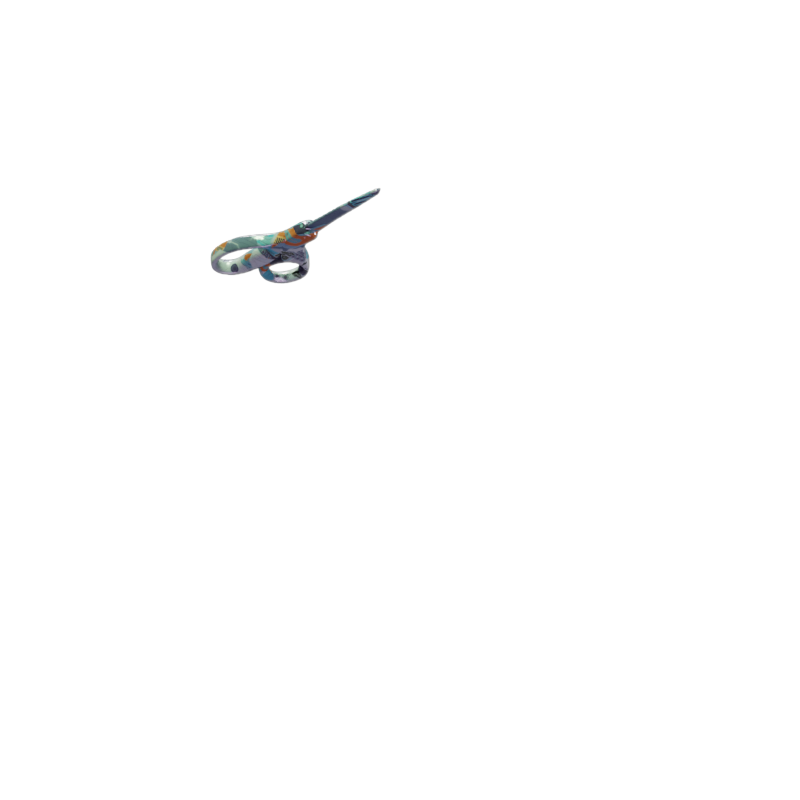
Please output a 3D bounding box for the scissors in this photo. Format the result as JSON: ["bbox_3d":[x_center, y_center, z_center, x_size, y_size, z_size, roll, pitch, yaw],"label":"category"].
[{"bbox_3d":[-0.074,-0.136,0.952,0.205,0.016,0.090,-12,-21,34],"label":"scissors"}]
